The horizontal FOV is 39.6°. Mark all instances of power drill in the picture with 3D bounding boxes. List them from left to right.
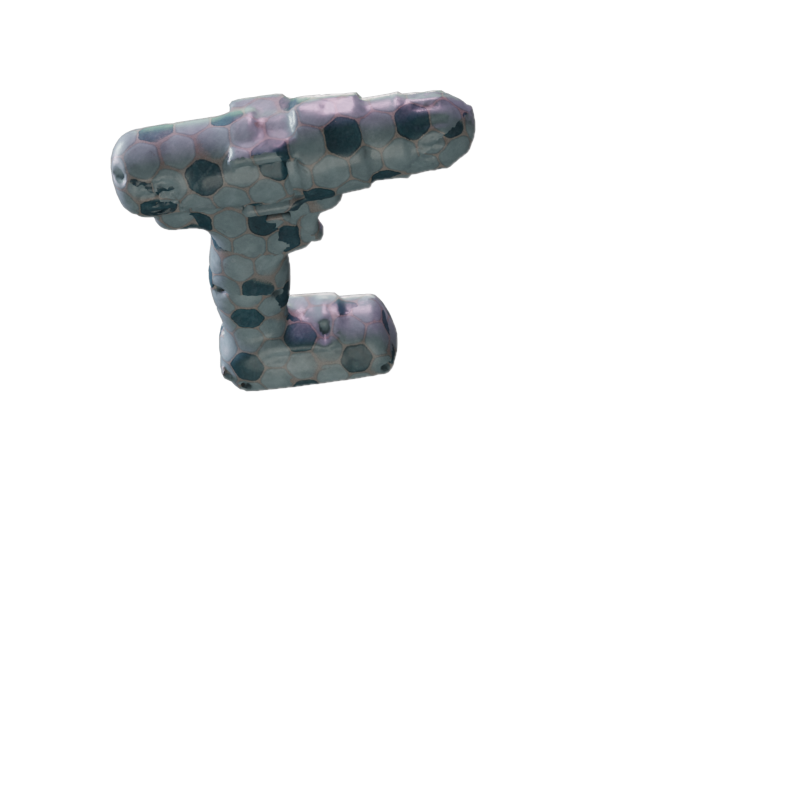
[{"bbox_3d":[-0.048,-0.087,0.608,0.185,0.062,0.173,-5,-42,5],"label":"power drill"}]
